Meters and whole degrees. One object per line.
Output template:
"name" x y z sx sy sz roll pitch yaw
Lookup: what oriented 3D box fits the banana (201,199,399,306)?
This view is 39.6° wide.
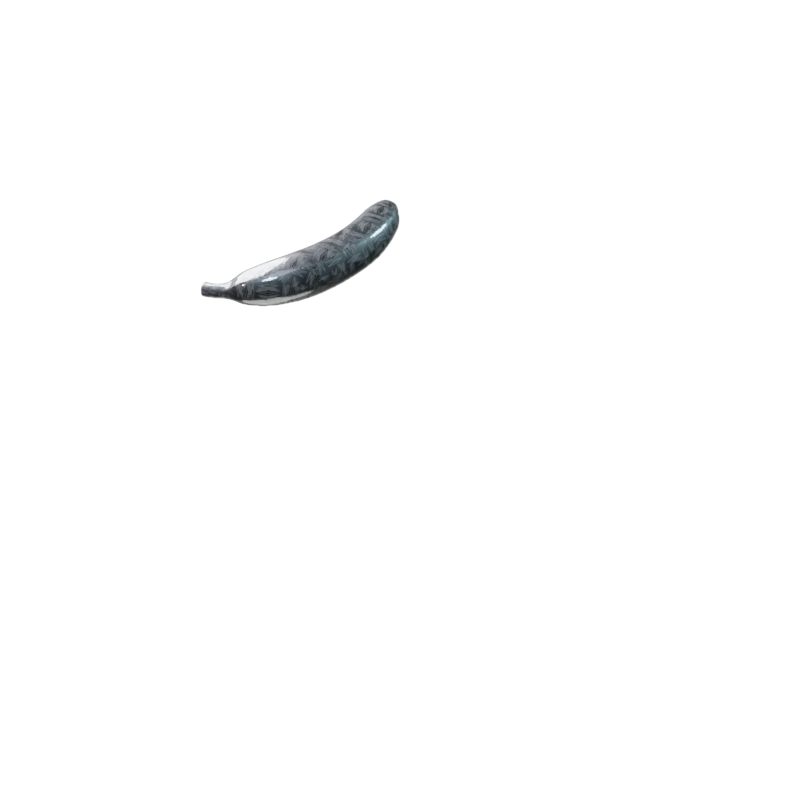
"banana" -0.061 -0.118 0.888 0.197 0.034 0.075 -28 45 -32
